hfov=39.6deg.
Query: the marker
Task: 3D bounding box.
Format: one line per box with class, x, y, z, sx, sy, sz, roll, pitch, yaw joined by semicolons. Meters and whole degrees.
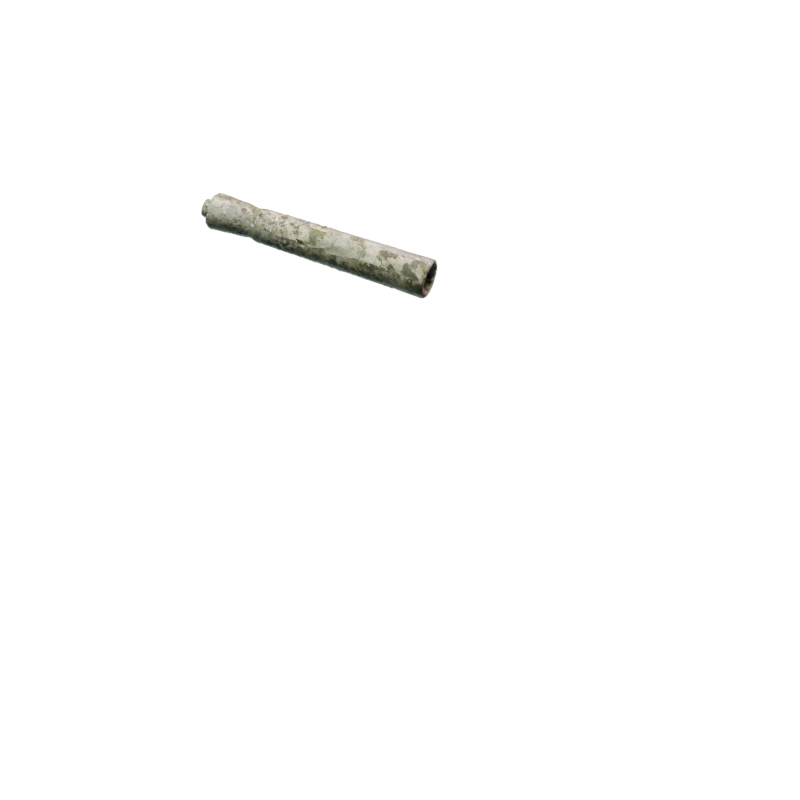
marker;-0.042;-0.076;0.531;0.126;0.019;0.019;20;10;20
